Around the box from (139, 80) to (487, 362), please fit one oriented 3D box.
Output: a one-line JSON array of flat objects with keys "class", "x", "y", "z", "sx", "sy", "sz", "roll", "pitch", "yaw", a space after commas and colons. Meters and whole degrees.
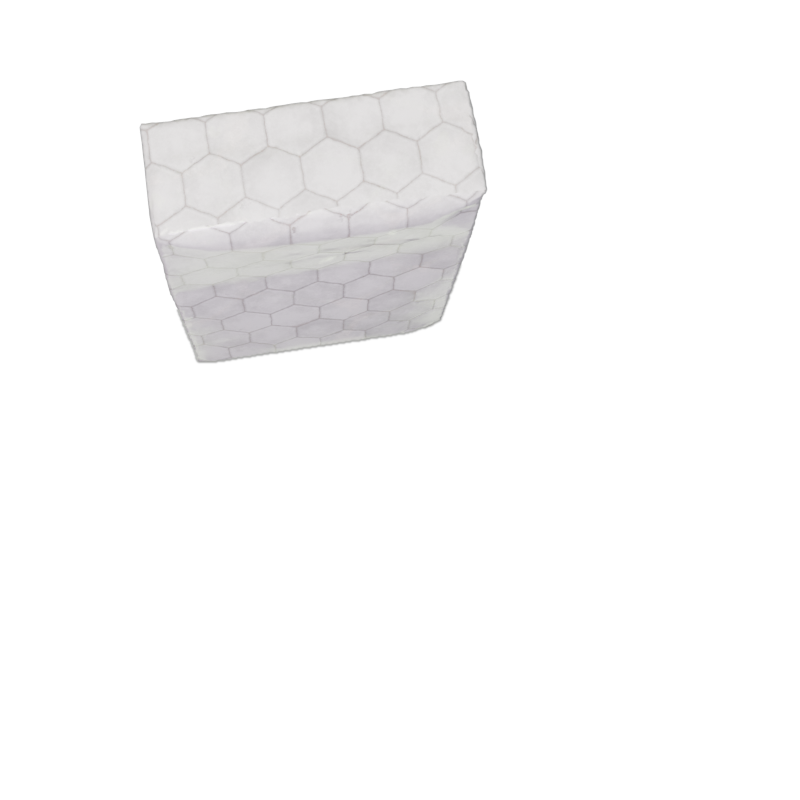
[{"class": "box", "x": -0.049, "y": -0.090, "z": 0.628, "sx": 0.163, "sy": 0.075, "sz": 0.205, "roll": -9, "pitch": -14, "yaw": -5}]
